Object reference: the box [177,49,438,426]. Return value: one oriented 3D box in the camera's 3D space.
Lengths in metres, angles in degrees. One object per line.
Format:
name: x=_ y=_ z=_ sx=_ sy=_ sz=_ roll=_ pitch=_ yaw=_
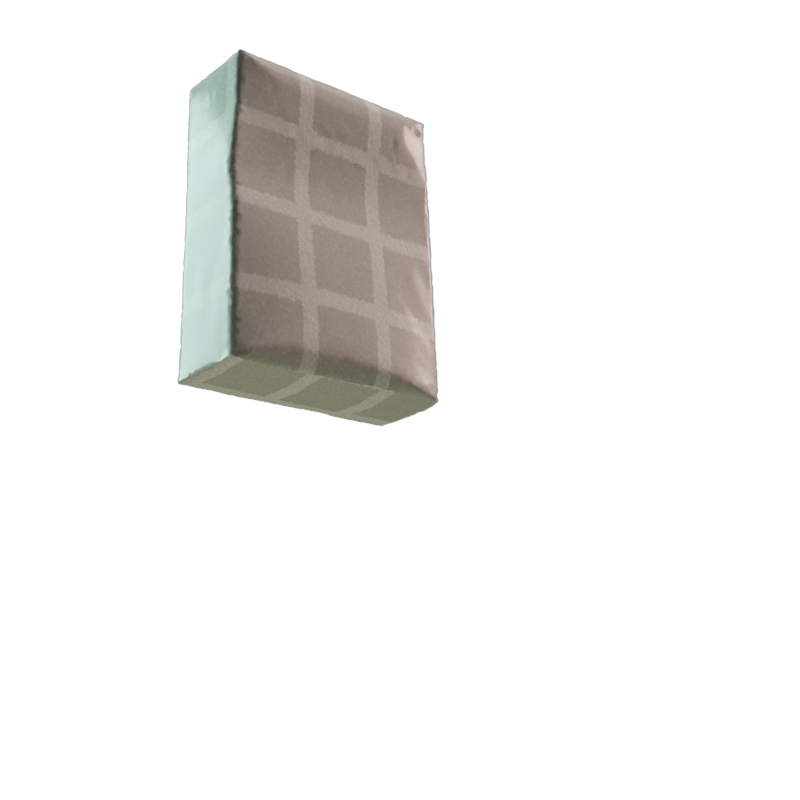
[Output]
box: x=-0.057 y=-0.104 z=0.731 sx=0.156 sy=0.225 sz=0.072 roll=15 pitch=-28 yaw=-35
